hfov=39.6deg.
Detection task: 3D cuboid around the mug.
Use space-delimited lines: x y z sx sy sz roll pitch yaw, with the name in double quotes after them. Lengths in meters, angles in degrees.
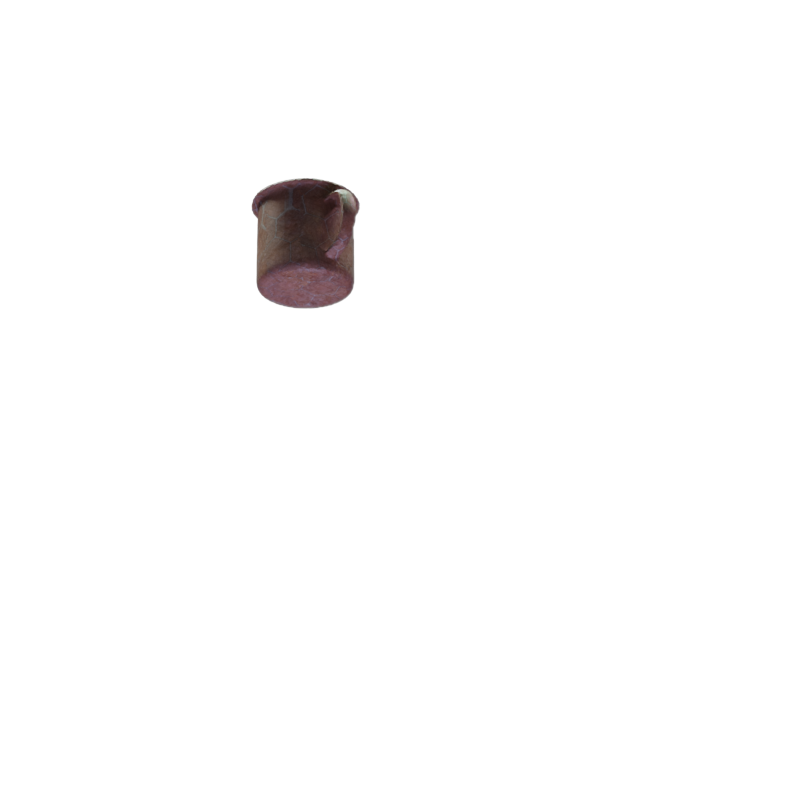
-0.073 -0.132 0.926 0.088 0.086 0.117 16 -28 -33 "mug"
